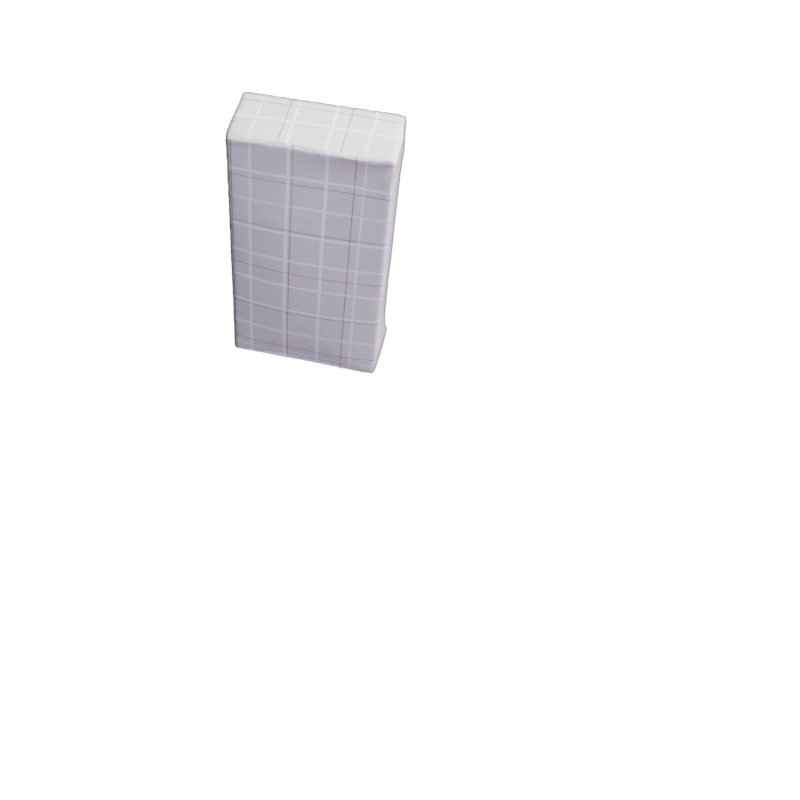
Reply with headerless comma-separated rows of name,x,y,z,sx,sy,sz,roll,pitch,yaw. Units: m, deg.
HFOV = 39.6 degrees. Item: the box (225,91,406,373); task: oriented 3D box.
box,-0.051,-0.092,0.643,0.094,0.051,0.164,11,-38,5
